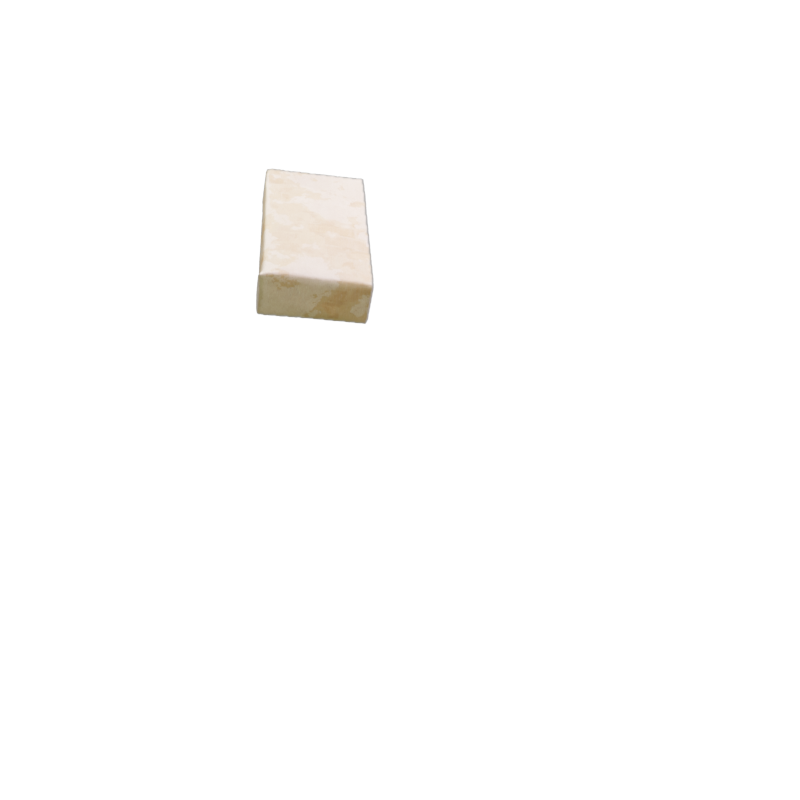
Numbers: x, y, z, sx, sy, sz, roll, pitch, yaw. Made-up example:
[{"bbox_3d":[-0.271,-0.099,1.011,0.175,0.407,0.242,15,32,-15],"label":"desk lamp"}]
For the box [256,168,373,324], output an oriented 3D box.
[{"bbox_3d":[-0.075,-0.136,0.955,0.093,0.045,0.188,4,35,-7],"label":"box"}]
